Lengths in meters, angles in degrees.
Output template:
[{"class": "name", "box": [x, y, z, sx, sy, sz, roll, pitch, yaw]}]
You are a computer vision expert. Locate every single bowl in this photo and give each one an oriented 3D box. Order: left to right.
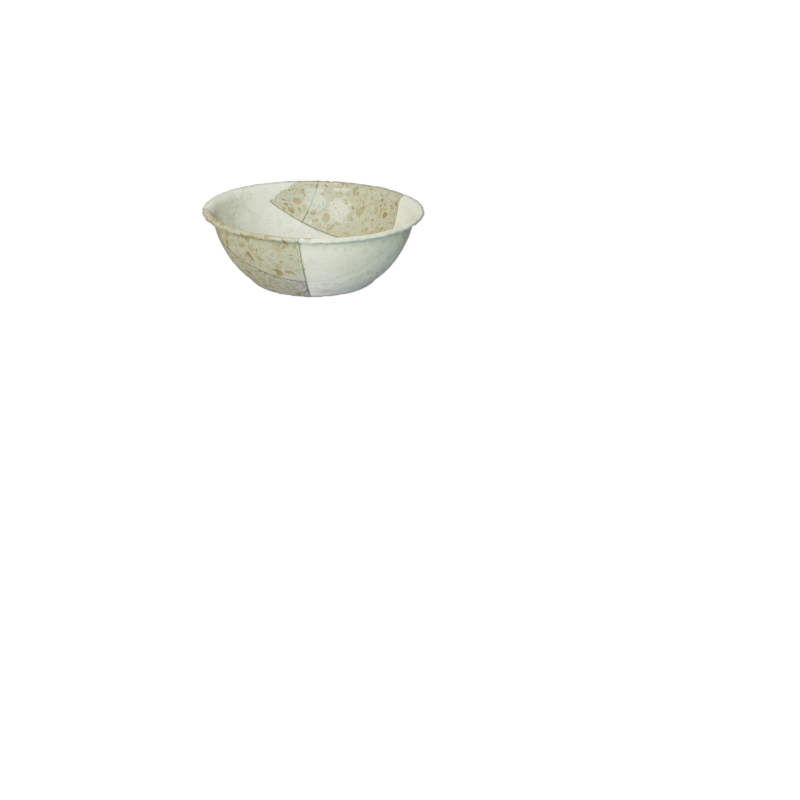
[{"class": "bowl", "box": [-0.064, -0.116, 0.815, 0.162, 0.053, 0.170, -1, 23, -2]}]
